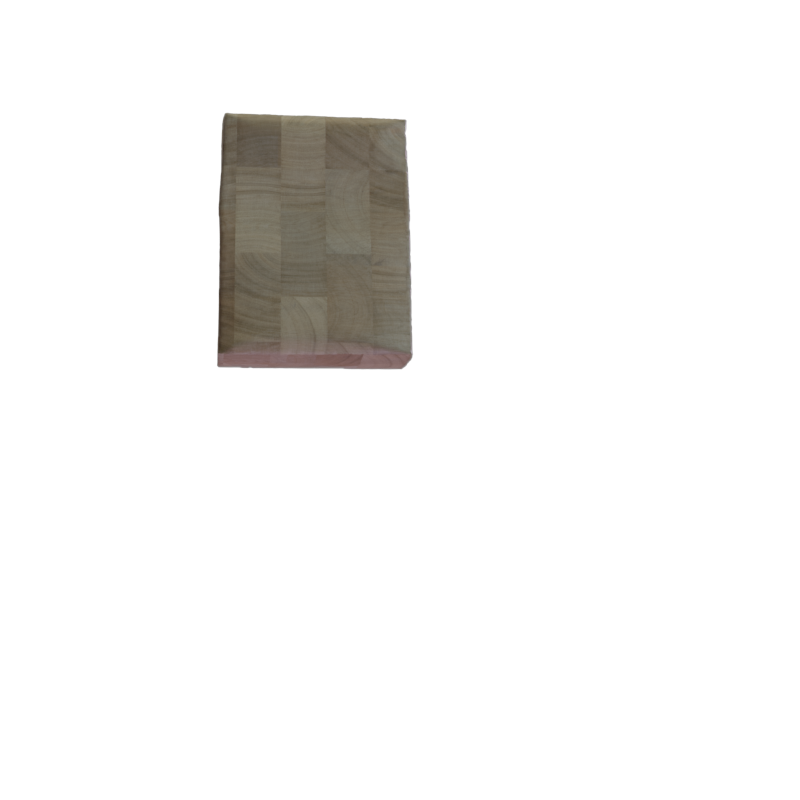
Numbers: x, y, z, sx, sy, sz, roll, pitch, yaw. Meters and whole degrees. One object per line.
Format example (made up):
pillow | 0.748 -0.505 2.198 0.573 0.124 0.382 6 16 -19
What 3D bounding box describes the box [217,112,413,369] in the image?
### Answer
box | -0.075 -0.136 0.955 0.163 0.222 0.070 1 -15 -6
